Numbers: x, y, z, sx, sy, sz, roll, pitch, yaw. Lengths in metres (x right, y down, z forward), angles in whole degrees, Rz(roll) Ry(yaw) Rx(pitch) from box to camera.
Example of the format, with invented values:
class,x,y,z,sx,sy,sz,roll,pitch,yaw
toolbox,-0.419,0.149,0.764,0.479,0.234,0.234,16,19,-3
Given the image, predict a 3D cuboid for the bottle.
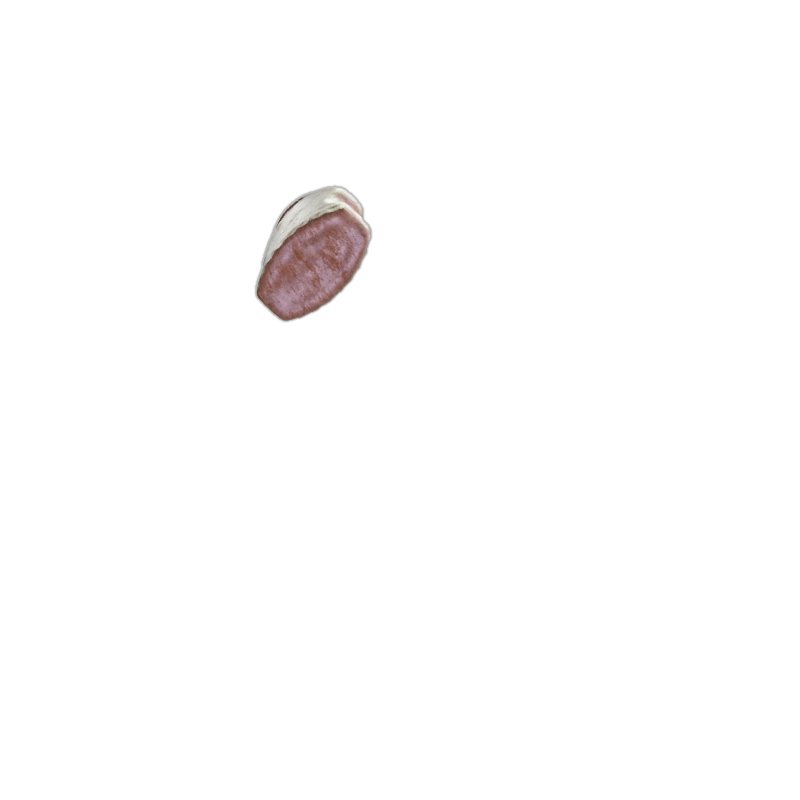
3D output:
class,x,y,z,sx,sy,sz,roll,pitch,yaw
bottle,-0.071,-0.129,0.902,0.057,0.095,0.199,42,11,-15
